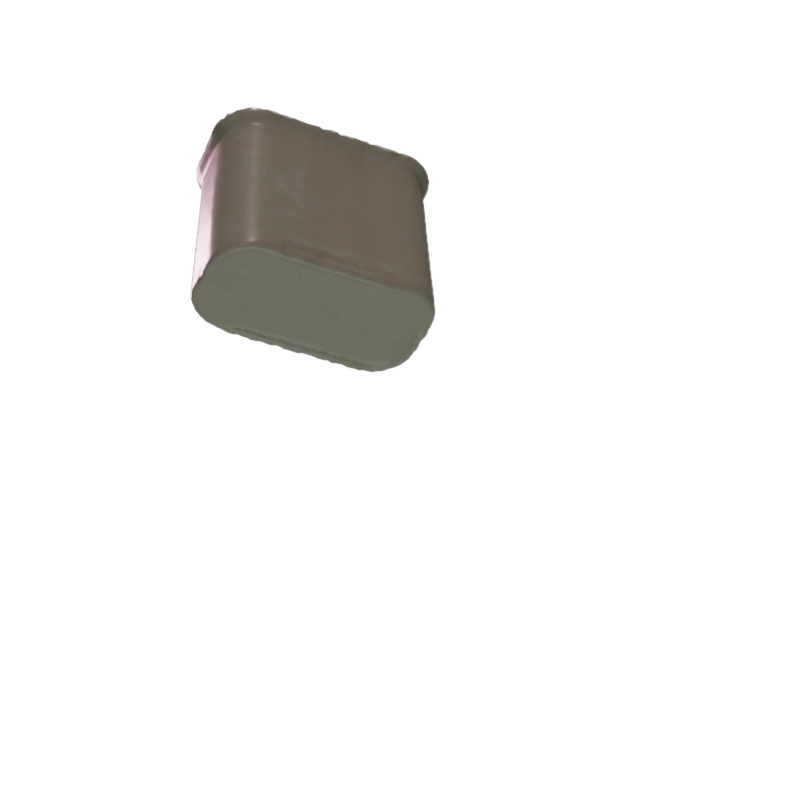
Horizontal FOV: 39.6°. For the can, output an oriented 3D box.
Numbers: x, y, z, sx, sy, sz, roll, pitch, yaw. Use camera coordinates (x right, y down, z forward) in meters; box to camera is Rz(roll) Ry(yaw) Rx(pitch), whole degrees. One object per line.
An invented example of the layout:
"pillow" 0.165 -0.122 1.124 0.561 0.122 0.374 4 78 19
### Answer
"can" -0.037 -0.067 0.469 0.099 0.090 0.055 15 -46 -17
